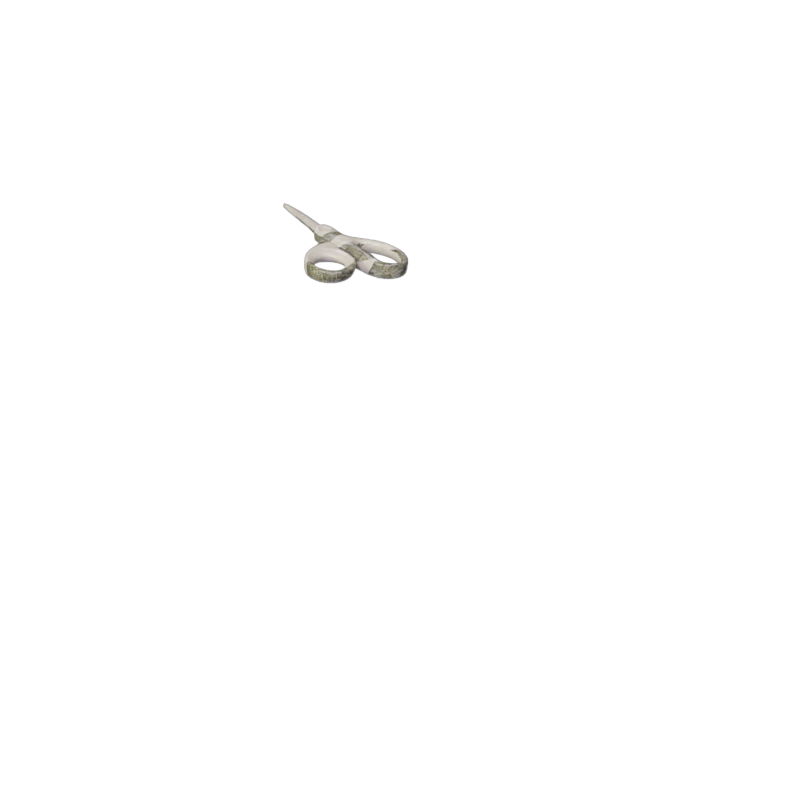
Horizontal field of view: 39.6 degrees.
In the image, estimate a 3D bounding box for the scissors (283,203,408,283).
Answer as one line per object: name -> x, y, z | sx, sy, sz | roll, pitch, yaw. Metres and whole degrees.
scissors -> -0.078, -0.142, 0.995 | 0.095, 0.015, 0.215 | -21, 33, -35
